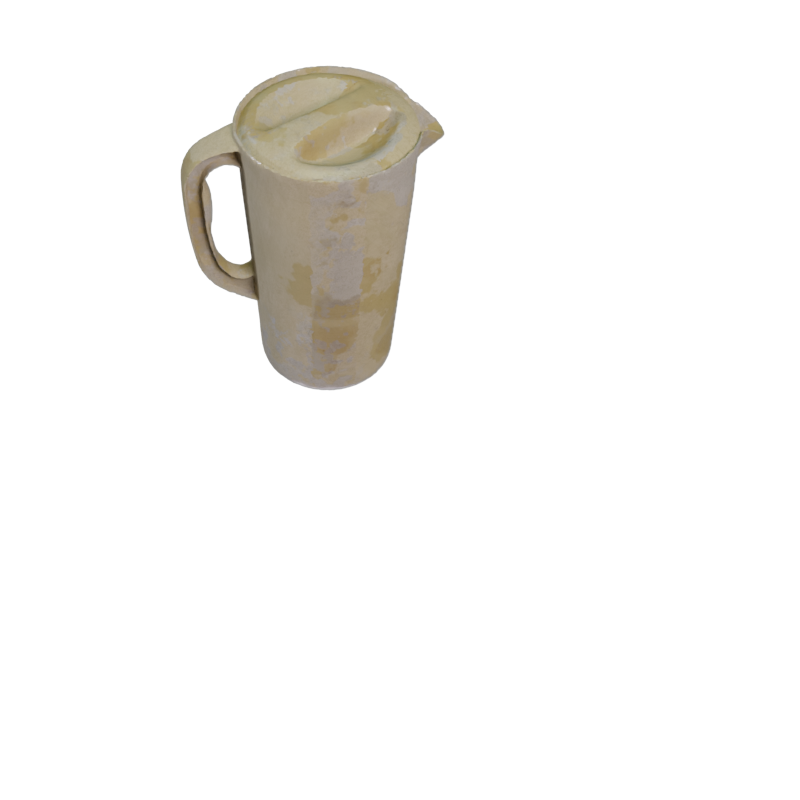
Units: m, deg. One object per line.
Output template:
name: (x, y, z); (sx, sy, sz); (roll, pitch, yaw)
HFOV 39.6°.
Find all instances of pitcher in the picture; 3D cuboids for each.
pitcher: (-0.066, -0.121, 0.845); (0.156, 0.226, 0.149); (26, 51, 20)
